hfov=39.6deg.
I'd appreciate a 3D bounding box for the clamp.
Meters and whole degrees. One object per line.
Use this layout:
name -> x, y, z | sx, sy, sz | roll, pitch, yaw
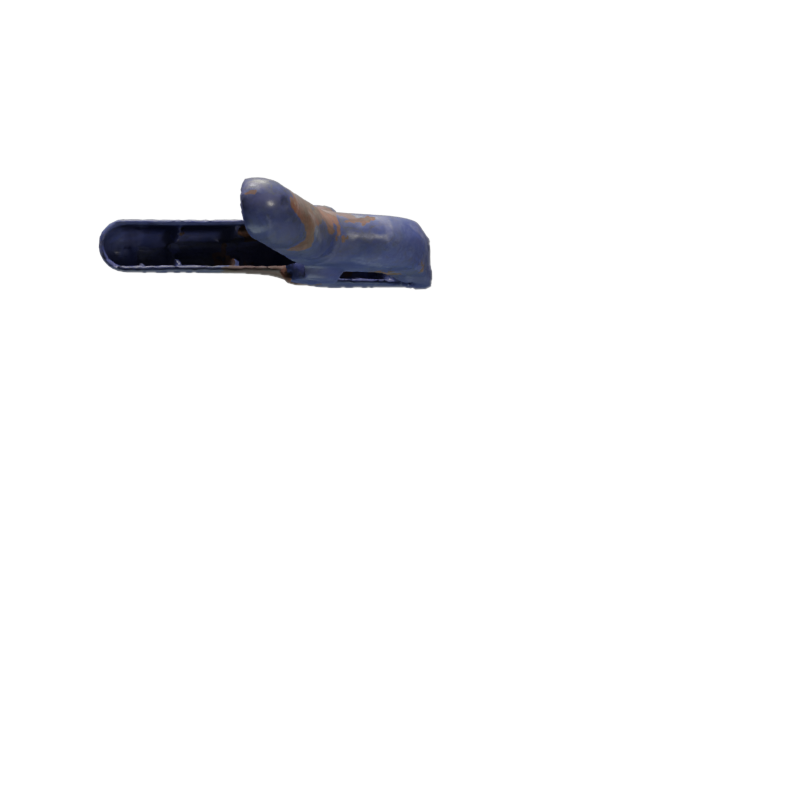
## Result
clamp -> -0.041, -0.074, 0.519 | 0.165, 0.039, 0.124 | -2, 3, -35
